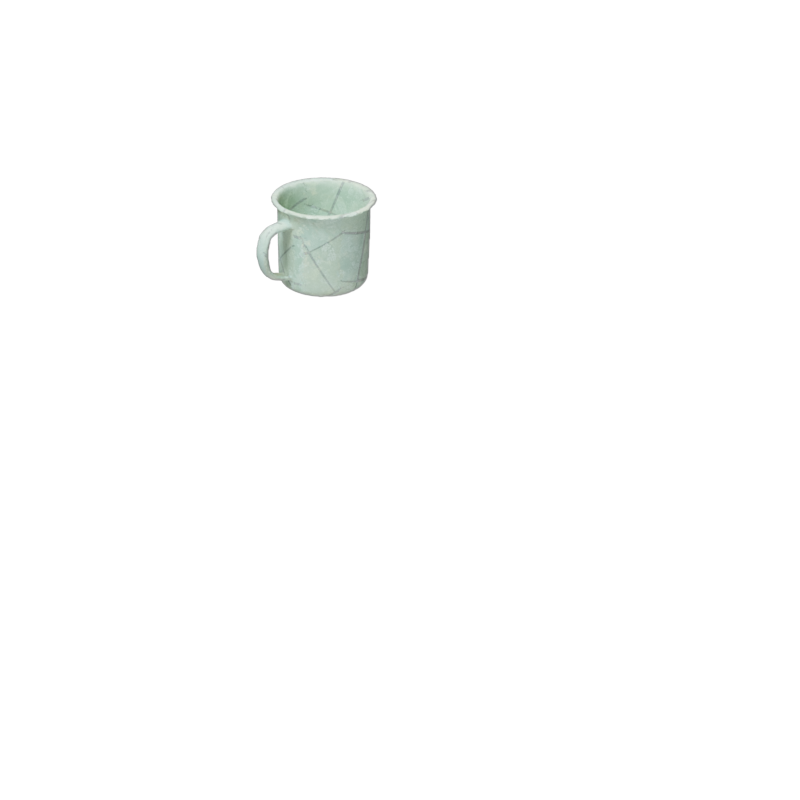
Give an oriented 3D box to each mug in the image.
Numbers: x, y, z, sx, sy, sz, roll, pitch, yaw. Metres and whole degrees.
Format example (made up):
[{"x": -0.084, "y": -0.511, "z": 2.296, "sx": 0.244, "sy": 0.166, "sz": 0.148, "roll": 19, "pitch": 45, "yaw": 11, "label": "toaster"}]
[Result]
[{"x": -0.077, "y": -0.140, "z": 0.984, "sx": 0.116, "sy": 0.077, "sz": 0.100, "roll": -24, "pitch": 38, "yaw": -36, "label": "mug"}]
